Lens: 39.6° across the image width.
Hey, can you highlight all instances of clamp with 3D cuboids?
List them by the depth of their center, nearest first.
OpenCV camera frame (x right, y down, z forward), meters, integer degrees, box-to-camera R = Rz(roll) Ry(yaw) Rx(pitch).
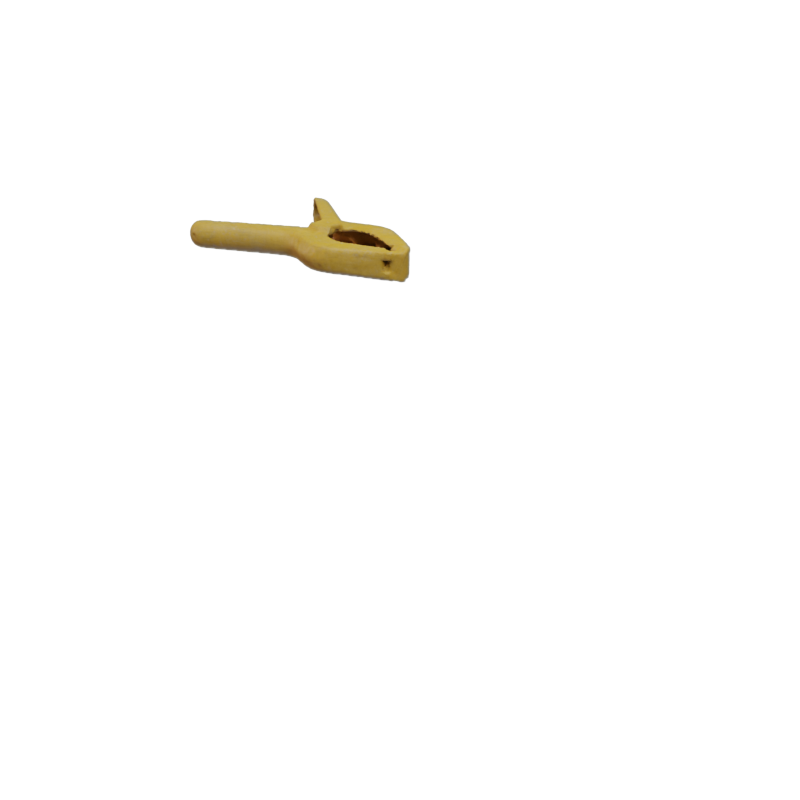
[{"bbox_3d":[-0.078,-0.143,0.999,0.161,0.035,0.224,-16,28,-34],"label":"clamp"}]
